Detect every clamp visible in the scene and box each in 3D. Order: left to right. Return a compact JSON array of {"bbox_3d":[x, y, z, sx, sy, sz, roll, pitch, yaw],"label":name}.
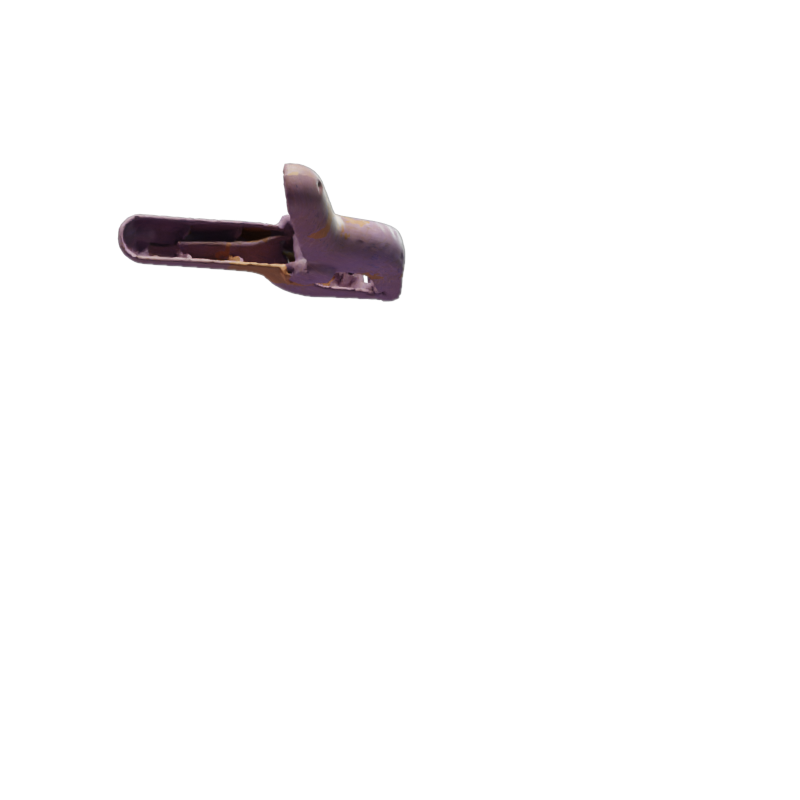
[{"bbox_3d":[-0.045,-0.082,0.574,0.123,0.040,0.163,-5,-7,44],"label":"clamp"}]
